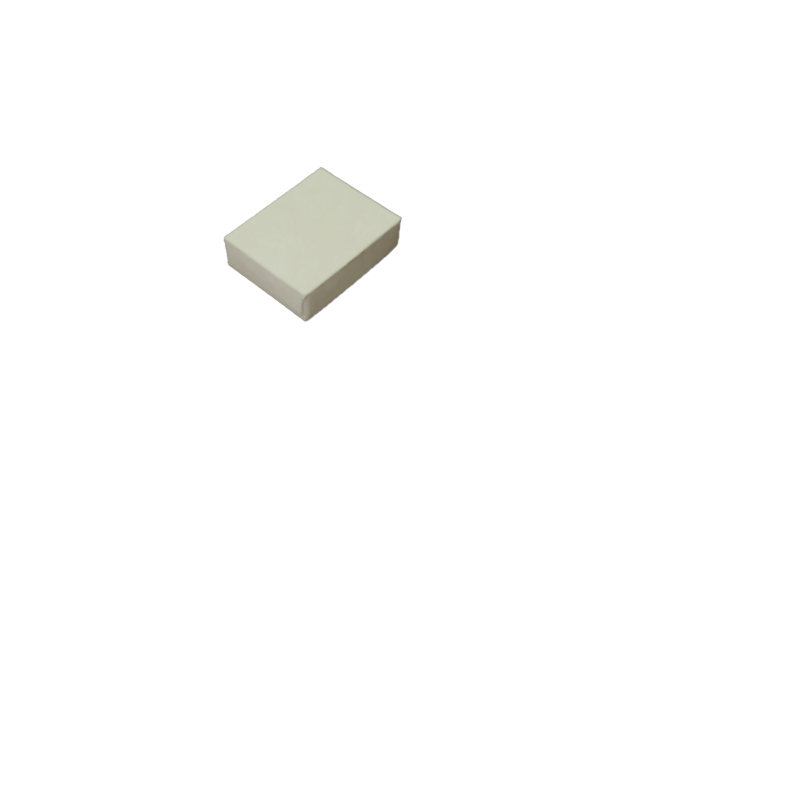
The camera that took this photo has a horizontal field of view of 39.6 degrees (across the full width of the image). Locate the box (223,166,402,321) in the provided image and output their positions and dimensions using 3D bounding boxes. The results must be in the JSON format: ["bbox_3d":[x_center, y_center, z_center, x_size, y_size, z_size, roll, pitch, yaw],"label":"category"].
[{"bbox_3d":[-0.068,-0.125,0.875,0.095,0.036,0.115,35,57,26],"label":"box"}]
